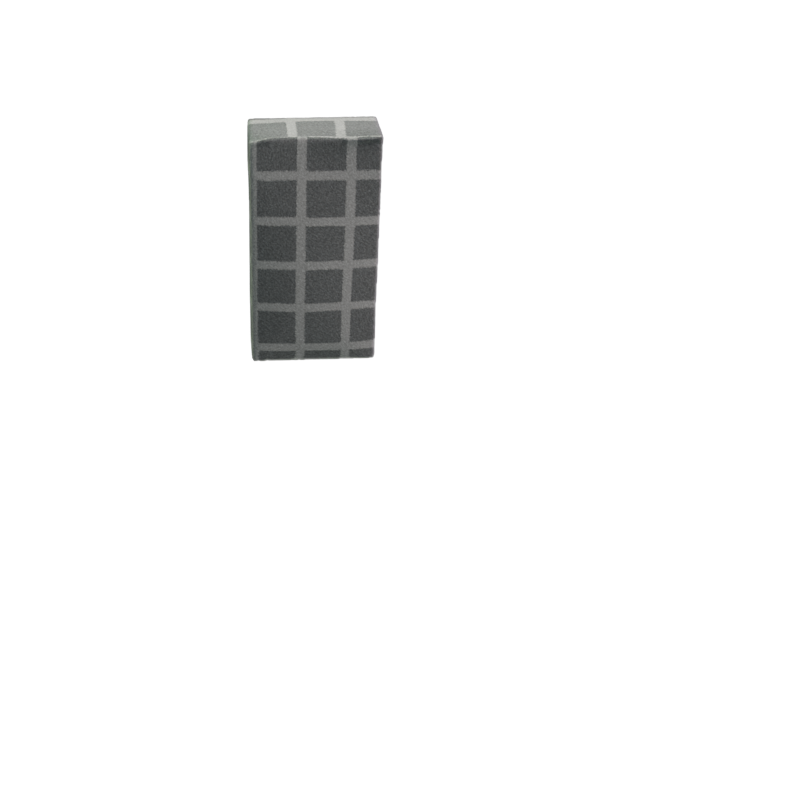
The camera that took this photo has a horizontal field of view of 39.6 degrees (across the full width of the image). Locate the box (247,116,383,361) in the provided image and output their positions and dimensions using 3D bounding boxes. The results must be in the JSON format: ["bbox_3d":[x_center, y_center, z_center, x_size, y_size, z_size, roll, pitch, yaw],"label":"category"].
[{"bbox_3d":[-0.062,-0.113,0.791,0.093,0.166,0.051,-1,32,-5],"label":"box"}]
